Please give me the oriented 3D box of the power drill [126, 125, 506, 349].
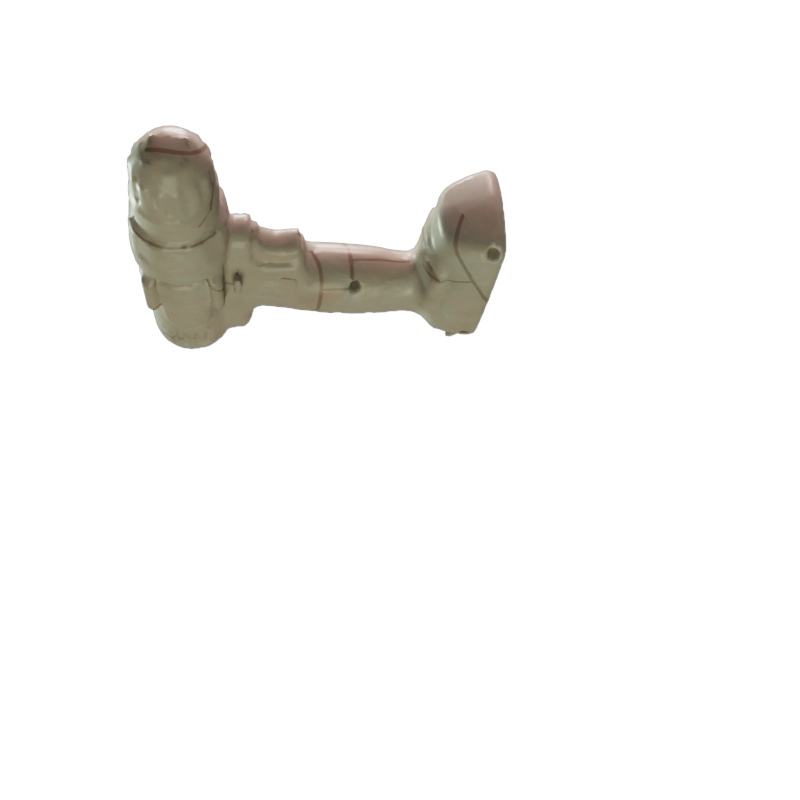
[{"bbox_3d":[-0.045,-0.082,0.574,0.187,0.061,0.175,1,-22,-3],"label":"power drill"}]
